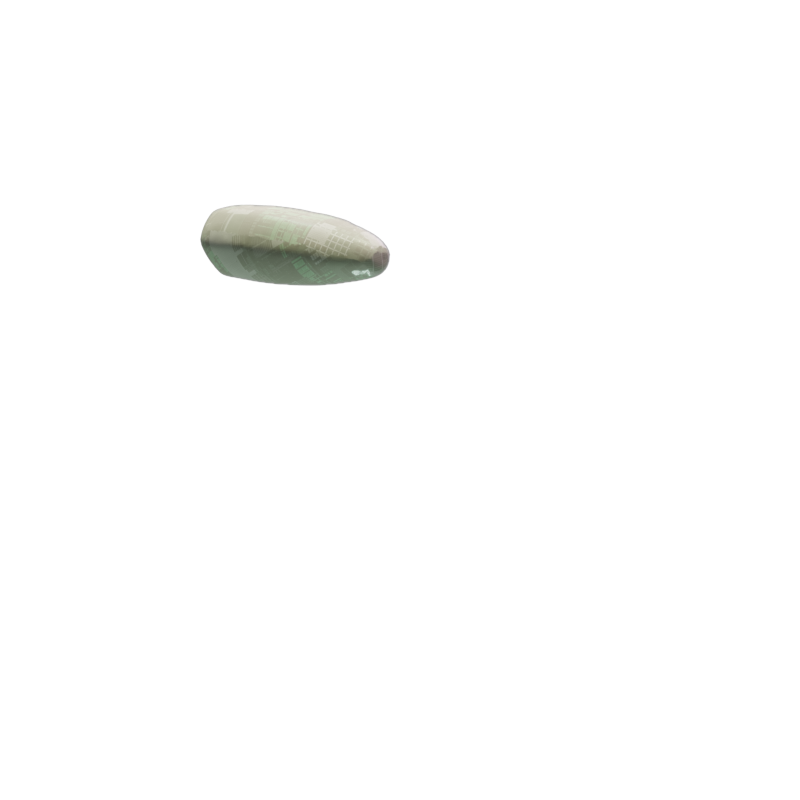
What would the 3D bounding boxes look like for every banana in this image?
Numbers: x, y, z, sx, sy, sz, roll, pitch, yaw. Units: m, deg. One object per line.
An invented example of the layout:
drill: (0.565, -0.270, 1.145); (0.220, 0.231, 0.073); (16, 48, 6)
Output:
banana: (-0.062, -0.078, 0.547); (0.068, 0.036, 0.203); (-2, 9, -14)
